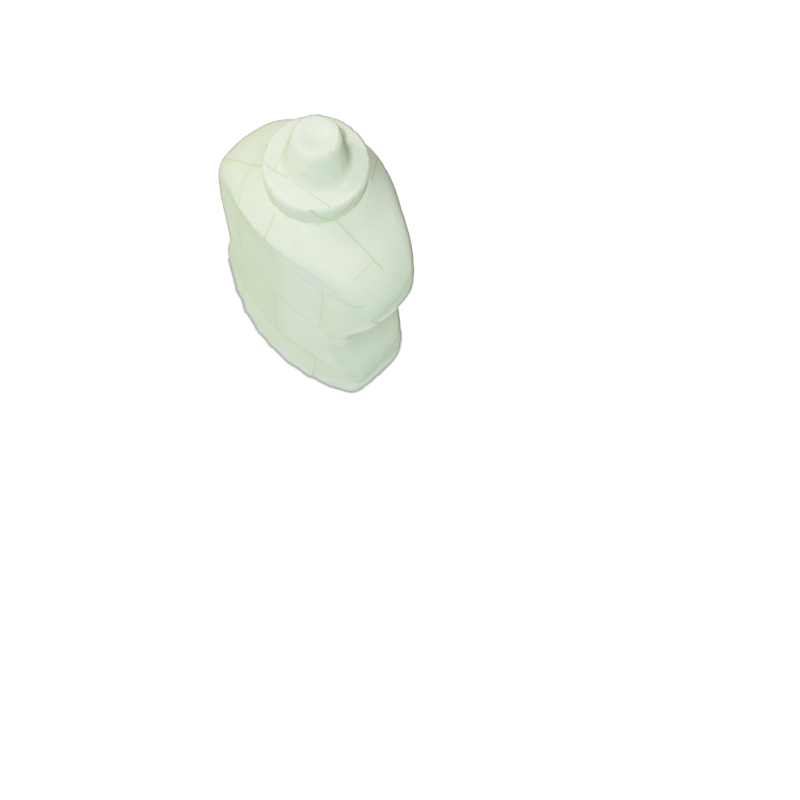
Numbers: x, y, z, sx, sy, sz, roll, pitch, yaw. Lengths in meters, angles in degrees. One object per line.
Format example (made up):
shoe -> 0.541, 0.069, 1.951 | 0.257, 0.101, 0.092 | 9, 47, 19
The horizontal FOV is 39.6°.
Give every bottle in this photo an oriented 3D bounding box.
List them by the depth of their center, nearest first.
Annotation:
bottle -> -0.037, -0.069, 0.481 | 0.059, 0.100, 0.184 | -39, -11, -13
